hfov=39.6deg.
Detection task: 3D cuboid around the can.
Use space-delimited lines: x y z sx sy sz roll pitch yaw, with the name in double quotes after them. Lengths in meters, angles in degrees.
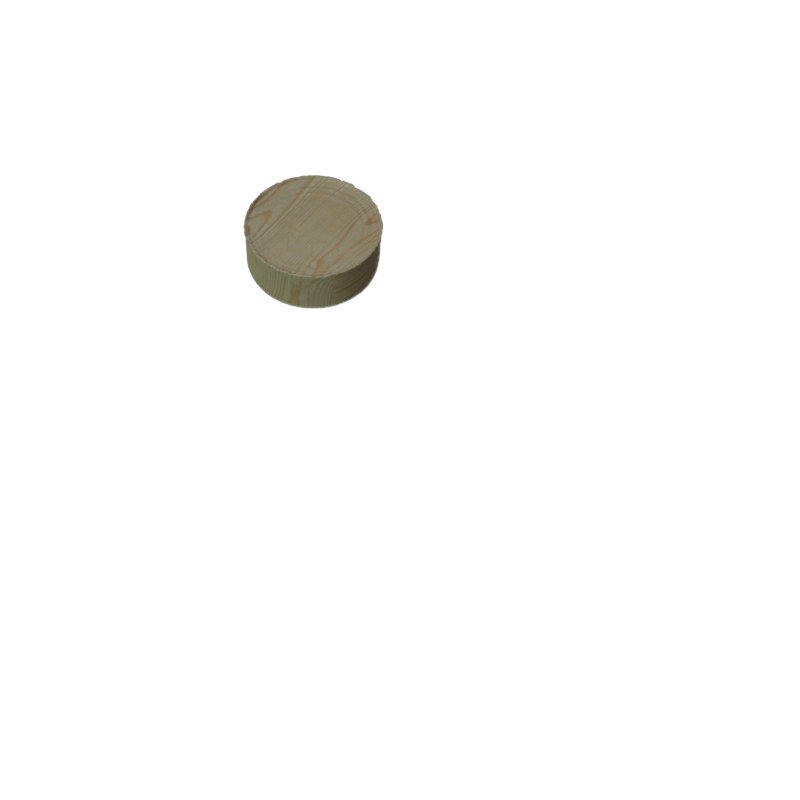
-0.054 -0.099 0.694 0.086 0.092 0.031 -1 -39 -1 "can"
